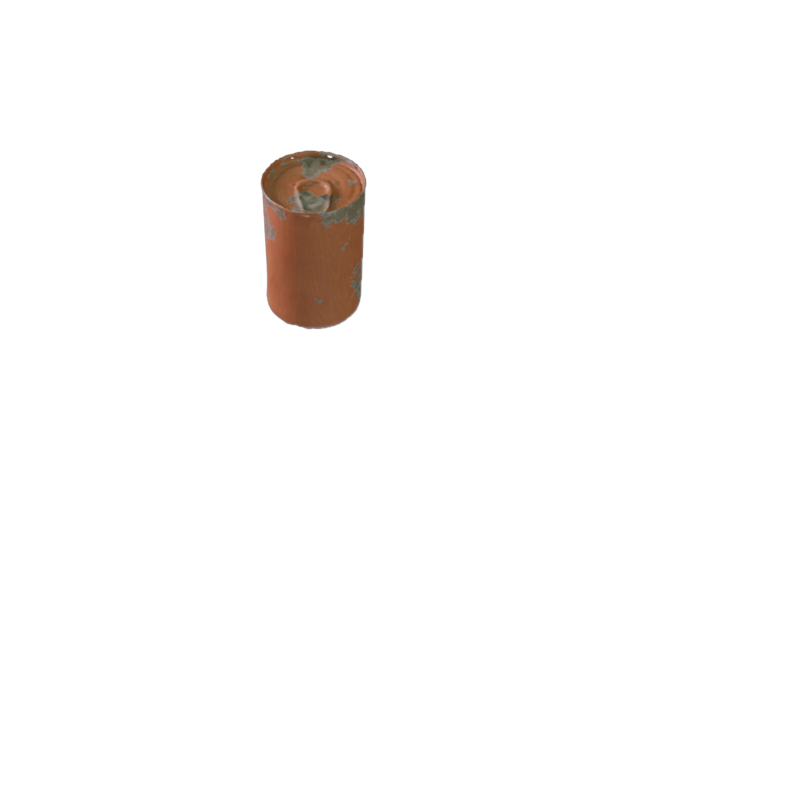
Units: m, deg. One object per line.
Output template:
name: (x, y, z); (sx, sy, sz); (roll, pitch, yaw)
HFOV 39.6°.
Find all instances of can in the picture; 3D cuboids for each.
can: (-0.058, -0.106, 0.741); (0.068, 0.095, 0.074); (0, 43, -3)
